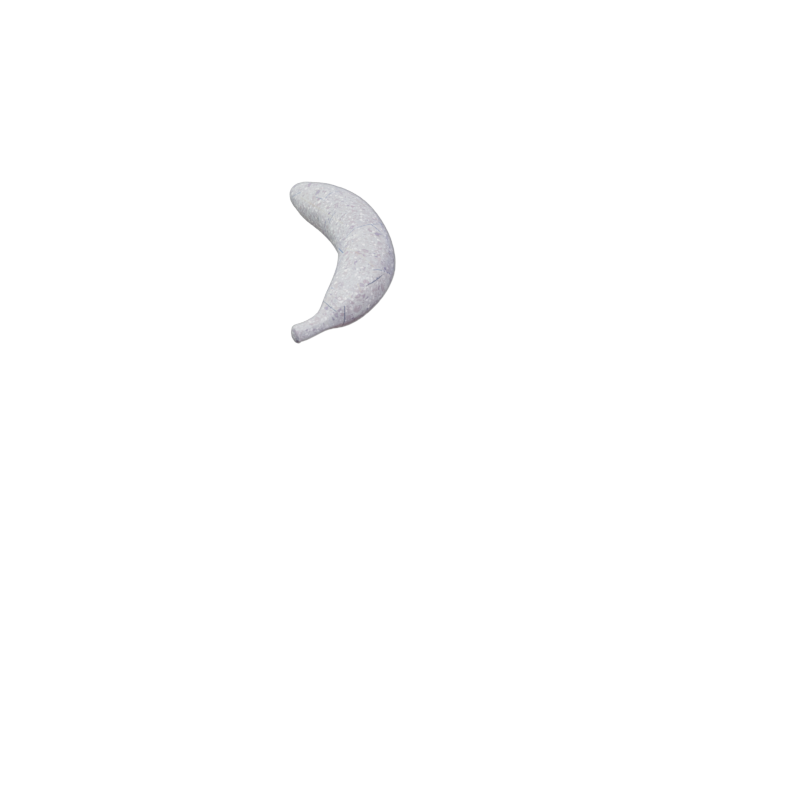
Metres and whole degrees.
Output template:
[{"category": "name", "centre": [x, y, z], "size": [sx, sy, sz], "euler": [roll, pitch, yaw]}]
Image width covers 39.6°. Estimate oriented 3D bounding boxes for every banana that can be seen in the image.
[{"category": "banana", "centre": [-0.040, -0.105, 0.745], "size": [0.069, 0.034, 0.211], "euler": [-2, 33, -4]}]
